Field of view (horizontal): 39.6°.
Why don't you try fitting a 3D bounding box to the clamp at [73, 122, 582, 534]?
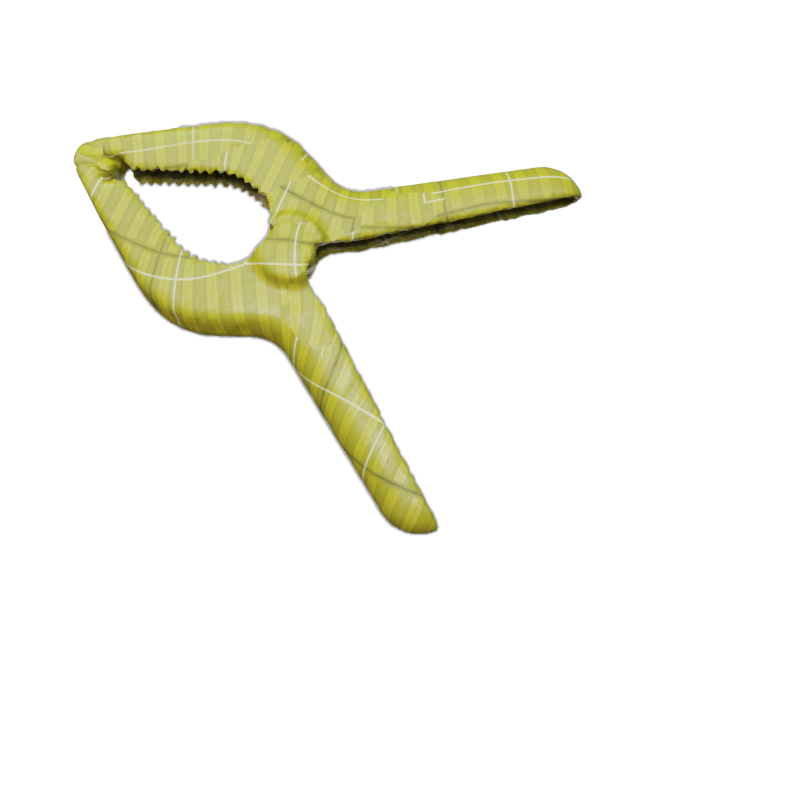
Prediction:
[{"bbox_3d":[-0.037,-0.067,0.472,0.214,0.167,0.035,31,-13,8],"label":"clamp"}]
